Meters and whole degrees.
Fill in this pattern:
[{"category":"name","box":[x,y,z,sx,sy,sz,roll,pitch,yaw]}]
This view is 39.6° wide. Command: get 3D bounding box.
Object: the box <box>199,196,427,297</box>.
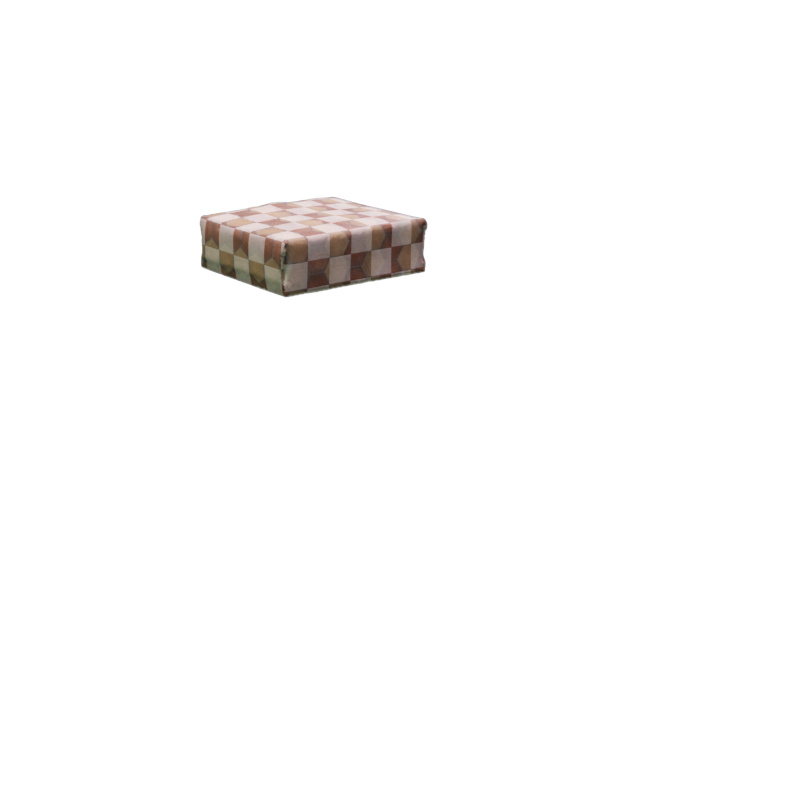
[{"category":"box","box":[-0.043,-0.078,0.548,0.087,0.029,0.078,-15,25,-37]}]
